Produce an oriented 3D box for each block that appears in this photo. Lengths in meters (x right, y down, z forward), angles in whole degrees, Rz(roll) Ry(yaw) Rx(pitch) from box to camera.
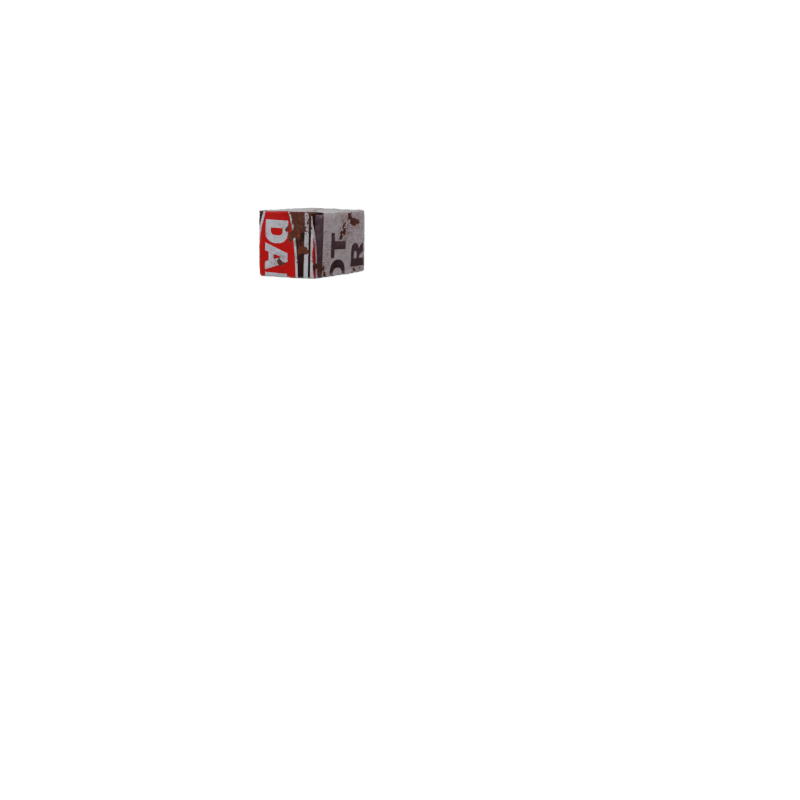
[{"bbox_3d":[-0.068,-0.125,0.875,0.055,0.050,0.076,5,10,29],"label":"block"}]
